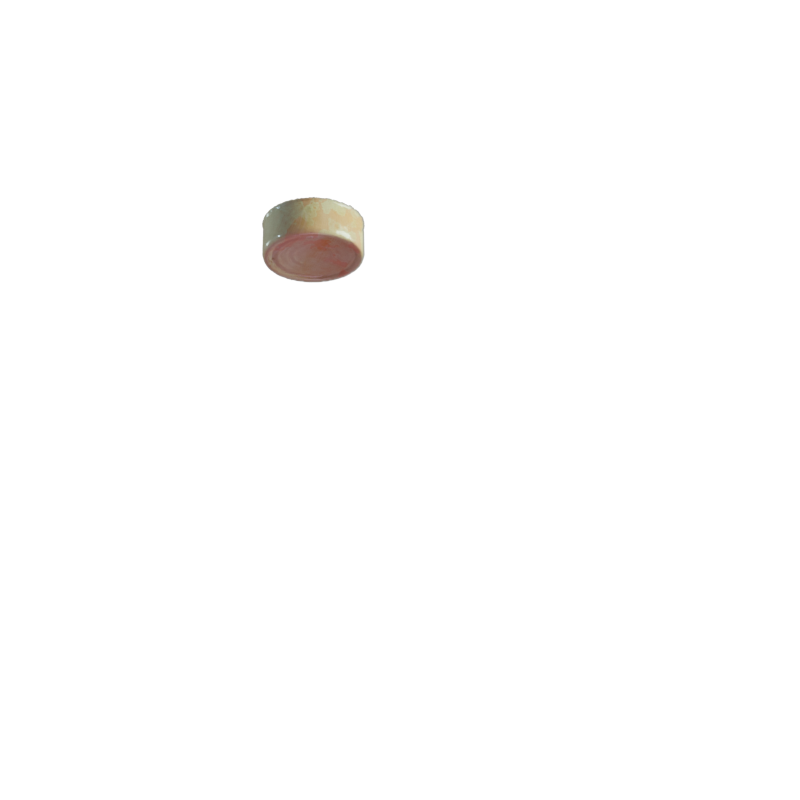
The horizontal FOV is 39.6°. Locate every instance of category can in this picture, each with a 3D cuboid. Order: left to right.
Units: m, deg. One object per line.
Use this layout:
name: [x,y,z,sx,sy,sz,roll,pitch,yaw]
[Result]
can: [-0.072,-0.132,0.921,0.086,0.036,0.081,1,-25,-2]
